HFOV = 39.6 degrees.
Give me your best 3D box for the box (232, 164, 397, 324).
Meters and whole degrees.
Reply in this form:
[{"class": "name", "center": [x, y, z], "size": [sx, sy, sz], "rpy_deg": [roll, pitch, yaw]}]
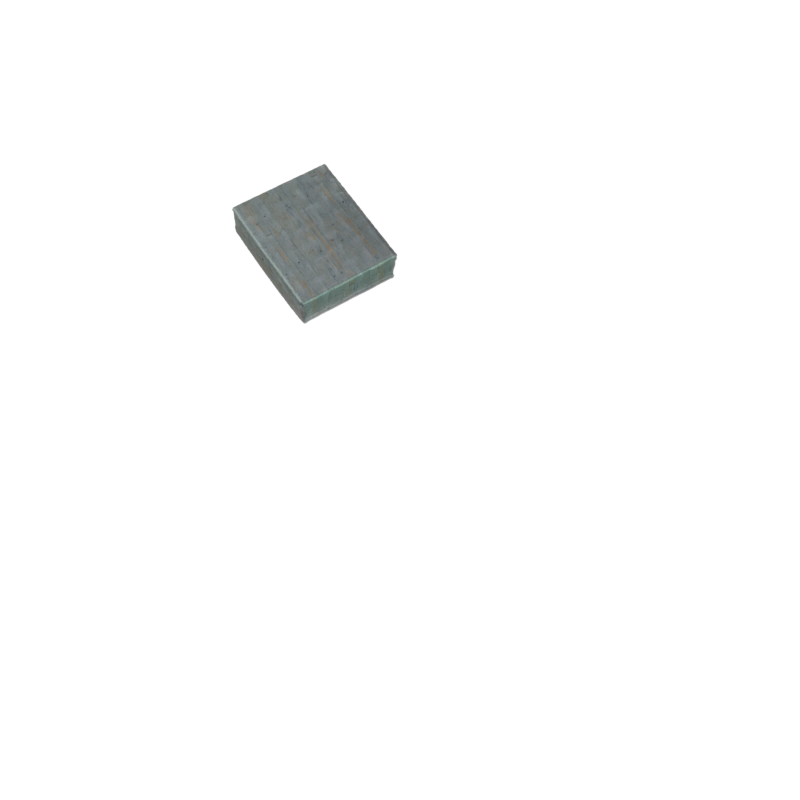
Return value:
[{"class": "box", "center": [-0.070, -0.128, 0.898], "size": [0.090, 0.121, 0.036], "rpy_deg": [-29, -26, -16]}]
